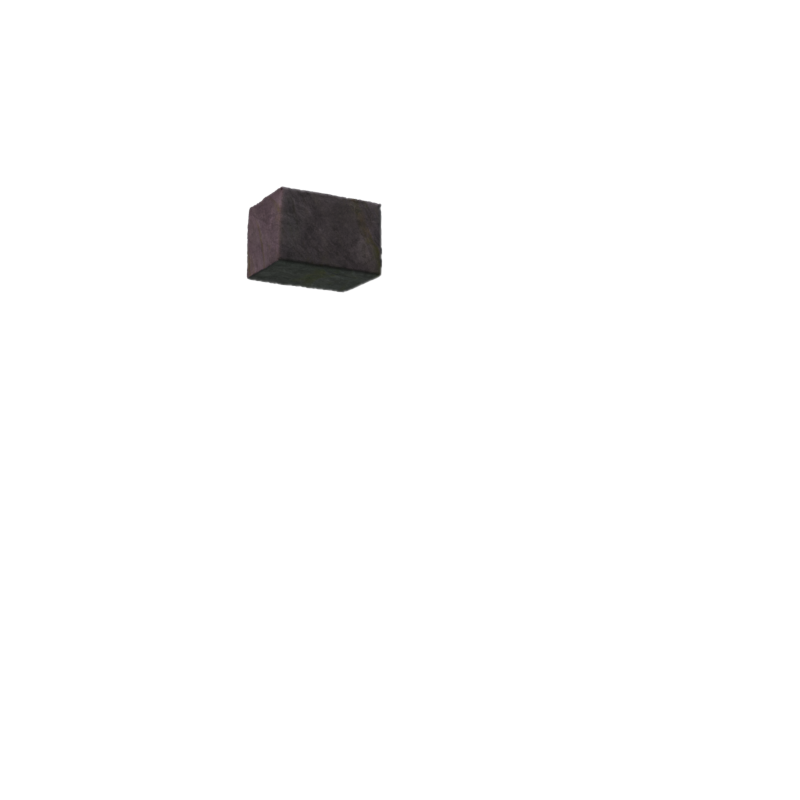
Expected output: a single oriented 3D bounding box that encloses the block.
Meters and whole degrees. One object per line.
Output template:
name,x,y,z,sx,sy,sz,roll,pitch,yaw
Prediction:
block,-0.058,-0.106,0.741,0.075,0.053,0.053,6,-14,-29
